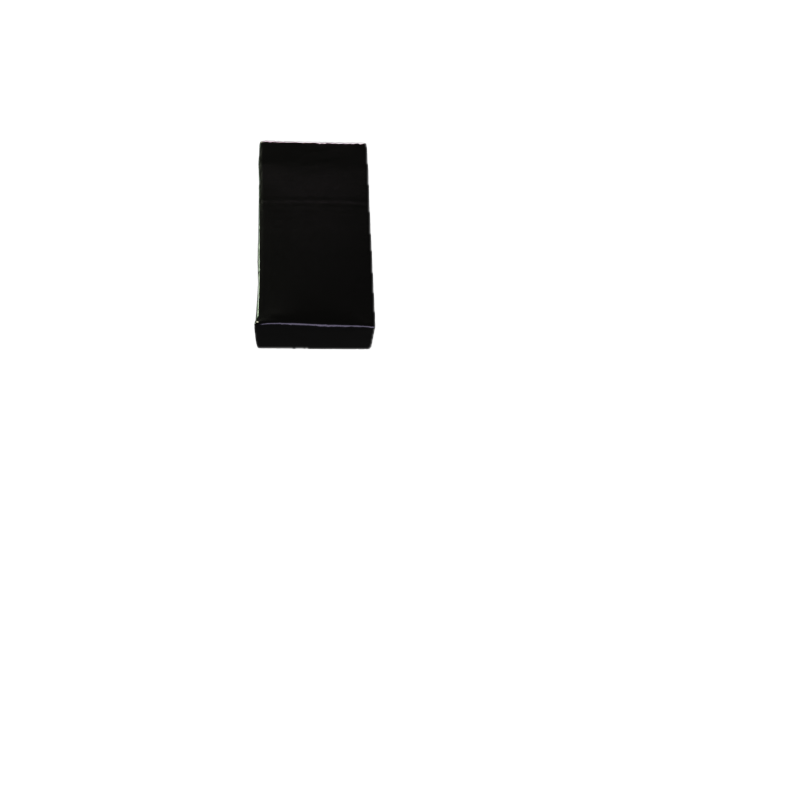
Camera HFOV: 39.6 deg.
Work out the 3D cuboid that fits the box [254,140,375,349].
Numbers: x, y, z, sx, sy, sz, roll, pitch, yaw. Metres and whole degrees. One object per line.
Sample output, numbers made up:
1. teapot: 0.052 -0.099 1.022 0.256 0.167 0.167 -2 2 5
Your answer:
1. box: -0.070 -0.128 0.900 0.093 0.188 0.045 0 -32 -4
